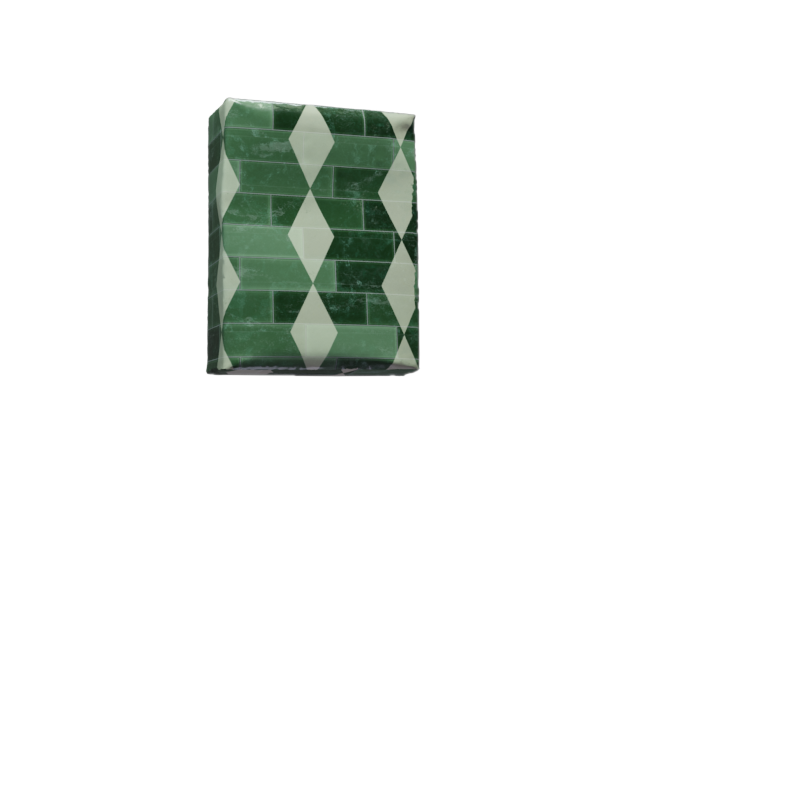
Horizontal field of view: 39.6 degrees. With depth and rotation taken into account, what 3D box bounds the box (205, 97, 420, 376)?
[{"bbox_3d":[-0.070,-0.127,0.891,0.160,0.218,0.072,2,-8,-19],"label":"box"}]
